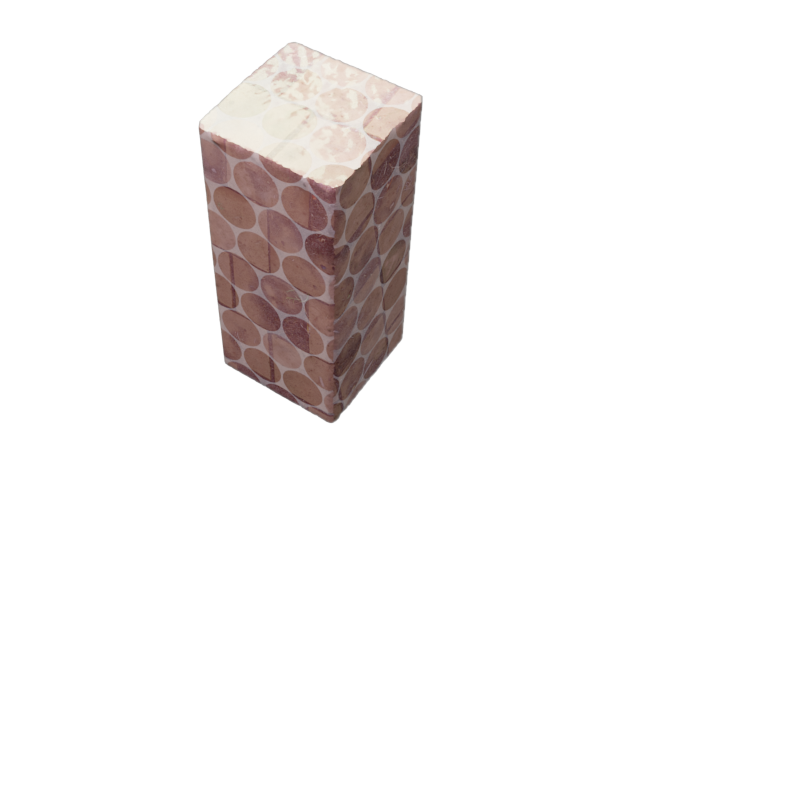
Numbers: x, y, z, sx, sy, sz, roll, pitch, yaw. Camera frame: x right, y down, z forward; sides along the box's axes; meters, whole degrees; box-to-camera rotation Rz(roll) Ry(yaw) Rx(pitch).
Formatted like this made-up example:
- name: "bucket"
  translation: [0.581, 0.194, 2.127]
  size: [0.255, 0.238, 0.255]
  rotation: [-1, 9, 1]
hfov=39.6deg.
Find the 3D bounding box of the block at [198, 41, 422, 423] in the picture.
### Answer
- name: "block"
  translation: [-0.052, -0.094, 0.658]
  size: [0.095, 0.092, 0.192]
  rotation: [28, -35, 18]
